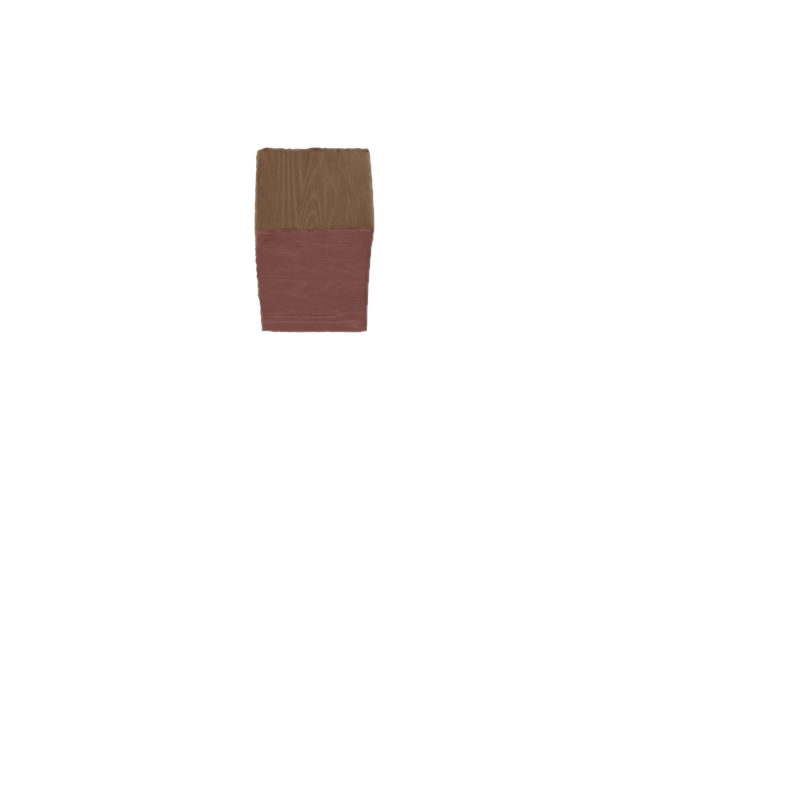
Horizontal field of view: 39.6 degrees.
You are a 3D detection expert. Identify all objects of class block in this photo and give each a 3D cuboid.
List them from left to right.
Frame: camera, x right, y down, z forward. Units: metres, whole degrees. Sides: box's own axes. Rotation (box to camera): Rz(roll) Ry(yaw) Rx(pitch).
[{"bbox_3d":[-0.040,-0.074,0.515,0.053,0.055,0.073,1,-35,-3],"label":"block"}]
